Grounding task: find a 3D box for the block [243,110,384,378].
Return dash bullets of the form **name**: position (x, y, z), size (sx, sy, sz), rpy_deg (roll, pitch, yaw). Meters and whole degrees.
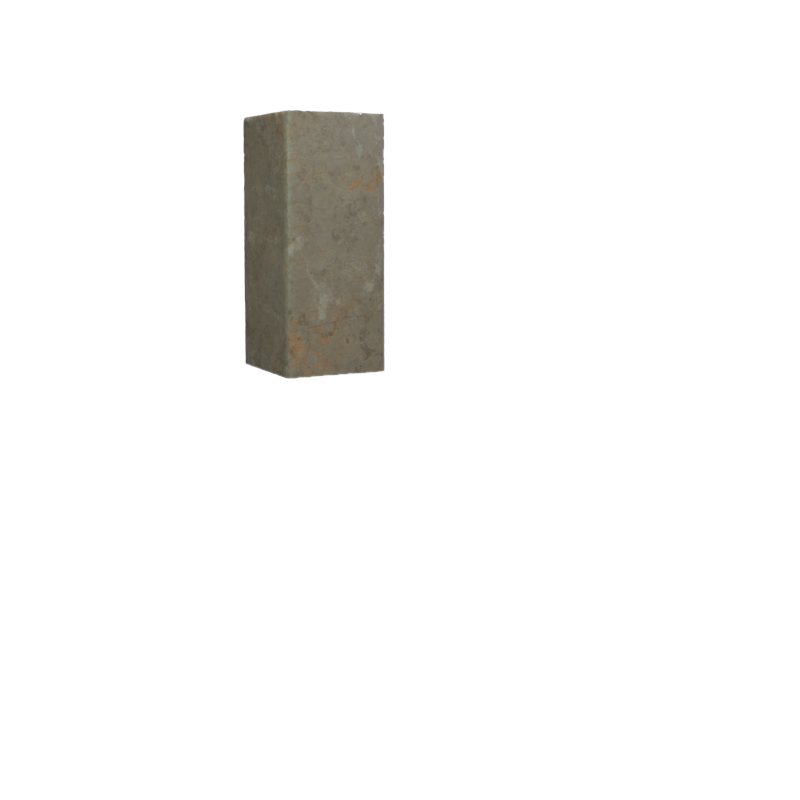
- **block**: position (-0.072, -0.129, 0.906), size (0.087, 0.205, 0.094), rpy_deg (-2, 4, -28)
